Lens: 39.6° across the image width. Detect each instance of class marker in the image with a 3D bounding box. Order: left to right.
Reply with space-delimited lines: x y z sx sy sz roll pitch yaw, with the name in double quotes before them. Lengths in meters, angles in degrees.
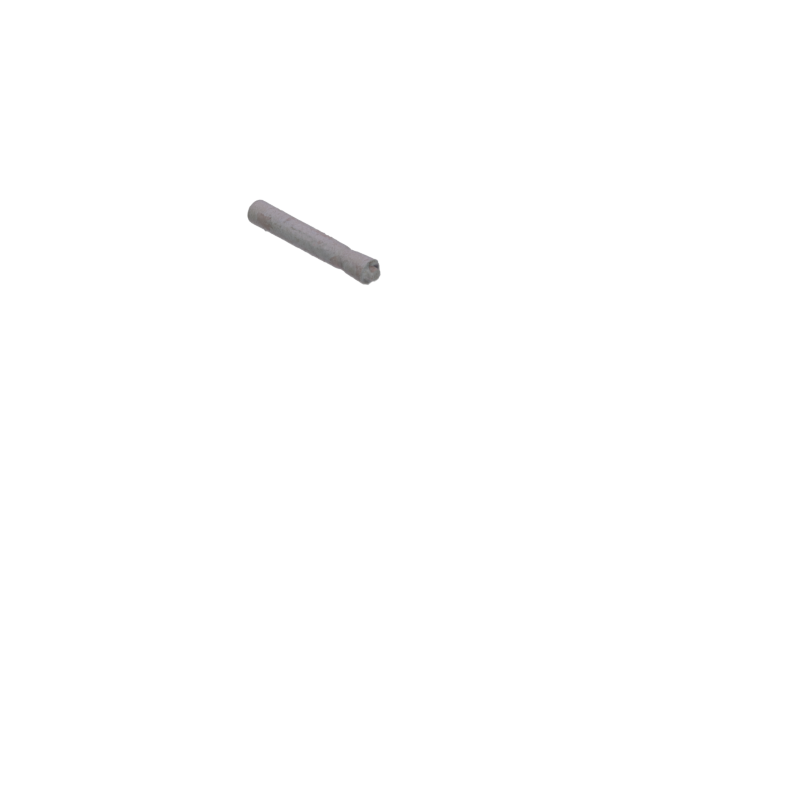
"marker" -0.060 -0.110 0.771 0.129 0.019 0.019 32 23 36
